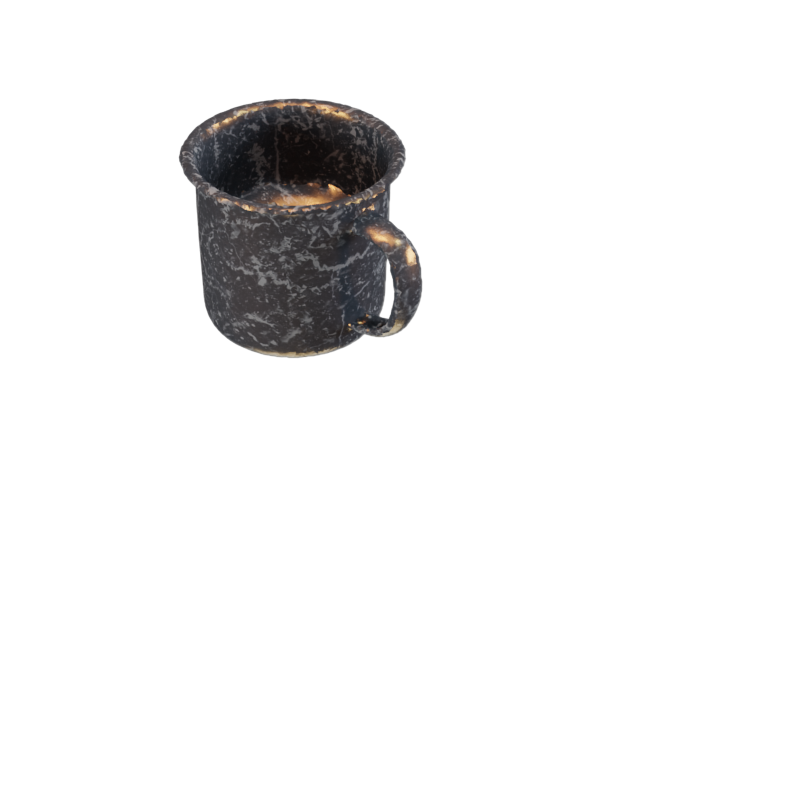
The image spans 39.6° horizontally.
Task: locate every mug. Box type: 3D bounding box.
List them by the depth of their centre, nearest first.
[{"bbox_3d":[-0.037,-0.067,0.472,0.125,0.076,0.094,31,47,32],"label":"mug"}]
